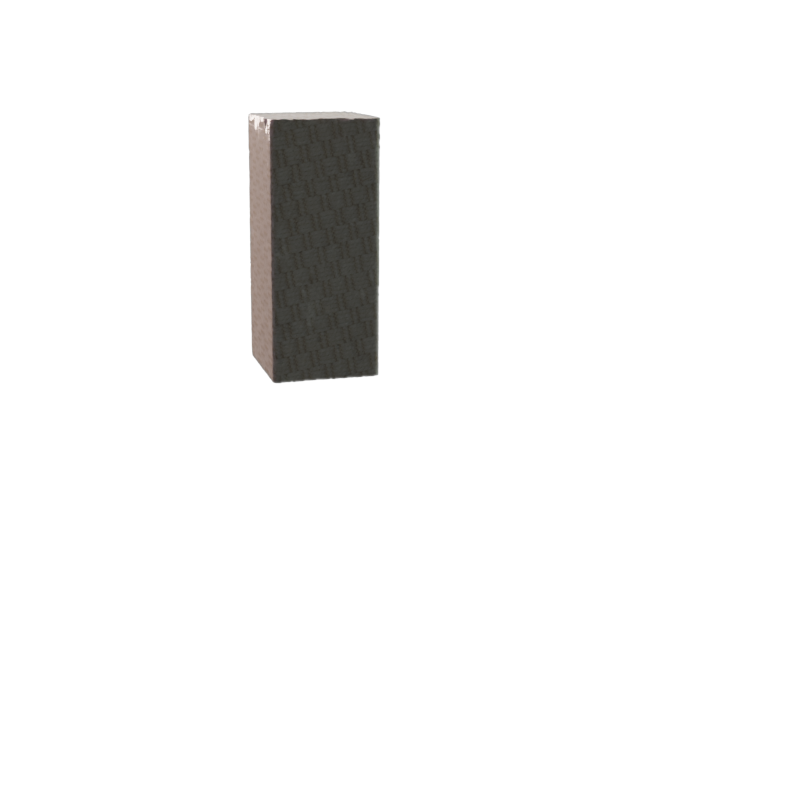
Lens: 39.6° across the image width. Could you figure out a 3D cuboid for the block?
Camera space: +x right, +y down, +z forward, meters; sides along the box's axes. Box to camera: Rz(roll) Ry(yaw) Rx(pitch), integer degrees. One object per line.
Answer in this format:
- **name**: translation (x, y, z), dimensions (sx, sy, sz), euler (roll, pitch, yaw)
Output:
- **block**: translation (-0.071, -0.129, 0.902), dimensions (0.088, 0.201, 0.095), euler (-3, 12, -17)
